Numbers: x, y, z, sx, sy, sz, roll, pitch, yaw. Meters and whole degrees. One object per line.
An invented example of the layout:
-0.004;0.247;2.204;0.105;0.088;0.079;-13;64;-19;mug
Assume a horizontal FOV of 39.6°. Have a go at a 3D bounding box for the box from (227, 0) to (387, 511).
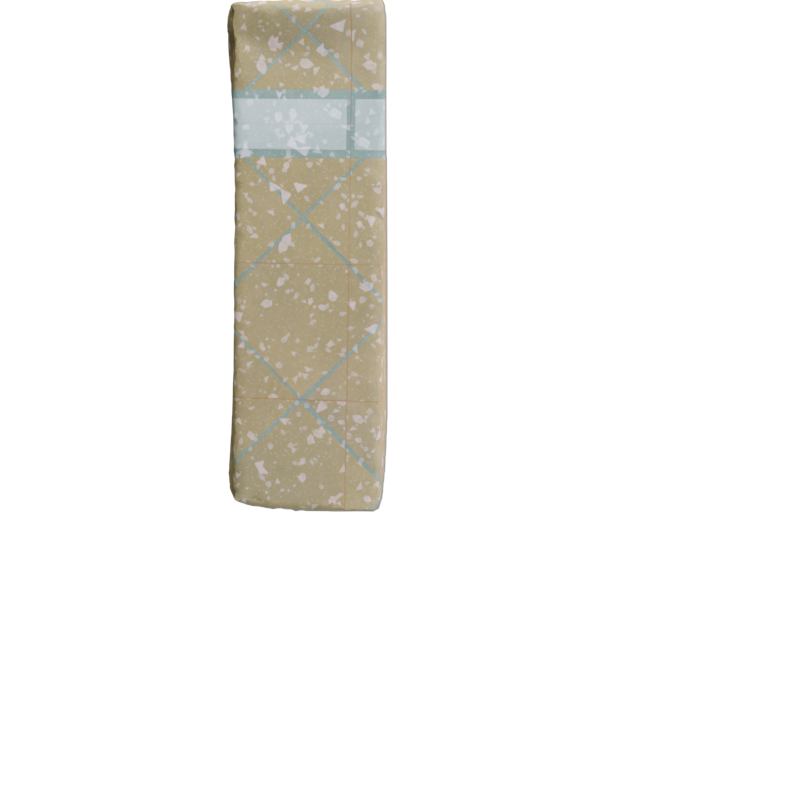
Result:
-0.042;-0.076;0.532;0.072;0.210;0.167;0;9;-1;box
